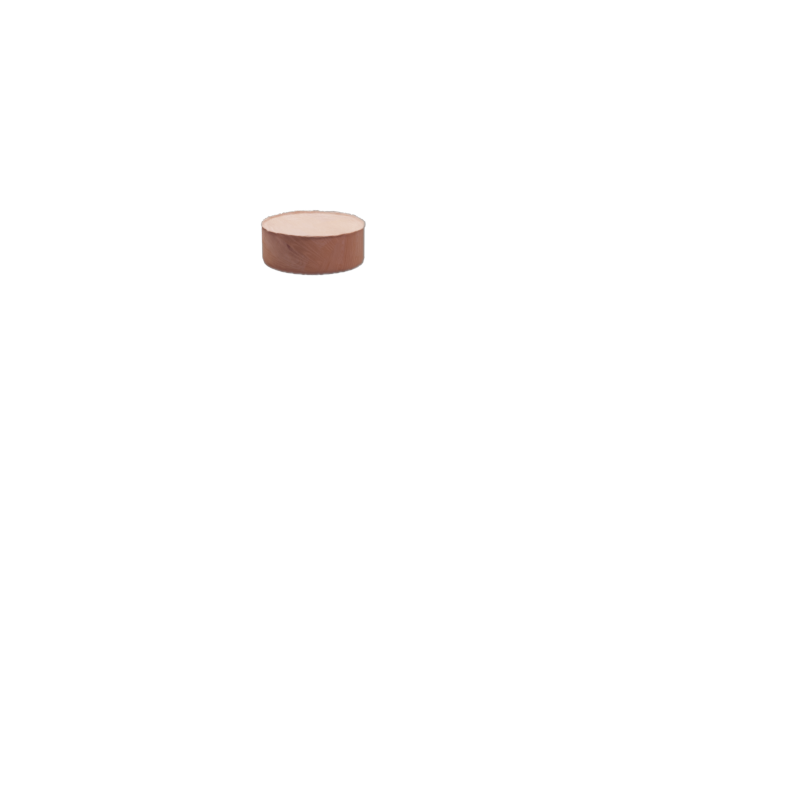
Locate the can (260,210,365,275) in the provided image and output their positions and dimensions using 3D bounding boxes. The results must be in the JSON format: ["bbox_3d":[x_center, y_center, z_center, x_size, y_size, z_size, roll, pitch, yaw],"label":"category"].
[{"bbox_3d":[-0.071,-0.130,0.910,0.086,0.032,0.090,-1,22,-2],"label":"can"}]
